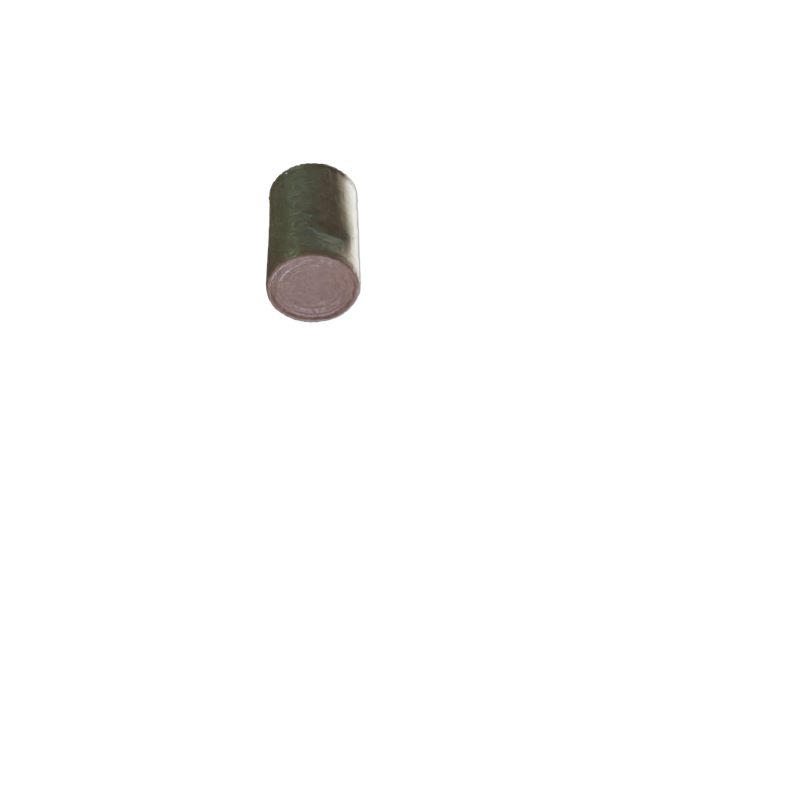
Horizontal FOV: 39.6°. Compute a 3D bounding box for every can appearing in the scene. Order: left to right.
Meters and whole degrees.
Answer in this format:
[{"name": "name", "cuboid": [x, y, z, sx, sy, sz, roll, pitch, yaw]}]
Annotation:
[{"name": "can", "cuboid": [-0.063, -0.115, 0.807, 0.068, 0.110, 0.064, -1, -44, -3]}]
